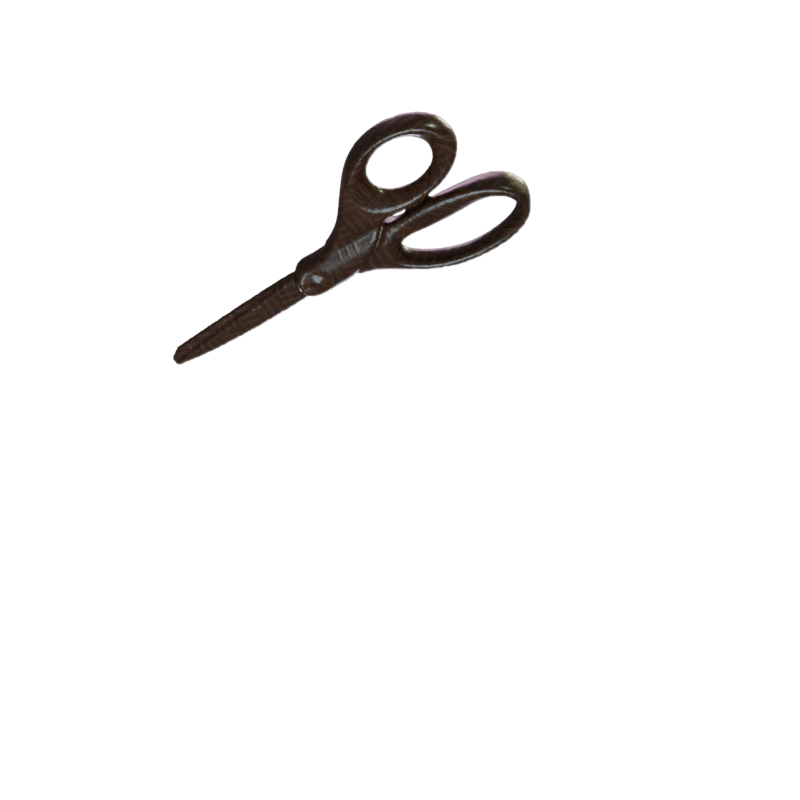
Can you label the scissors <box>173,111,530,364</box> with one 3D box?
[{"bbox_3d":[-0.041,-0.074,0.520,0.203,0.017,0.089,-17,-47,16],"label":"scissors"}]
